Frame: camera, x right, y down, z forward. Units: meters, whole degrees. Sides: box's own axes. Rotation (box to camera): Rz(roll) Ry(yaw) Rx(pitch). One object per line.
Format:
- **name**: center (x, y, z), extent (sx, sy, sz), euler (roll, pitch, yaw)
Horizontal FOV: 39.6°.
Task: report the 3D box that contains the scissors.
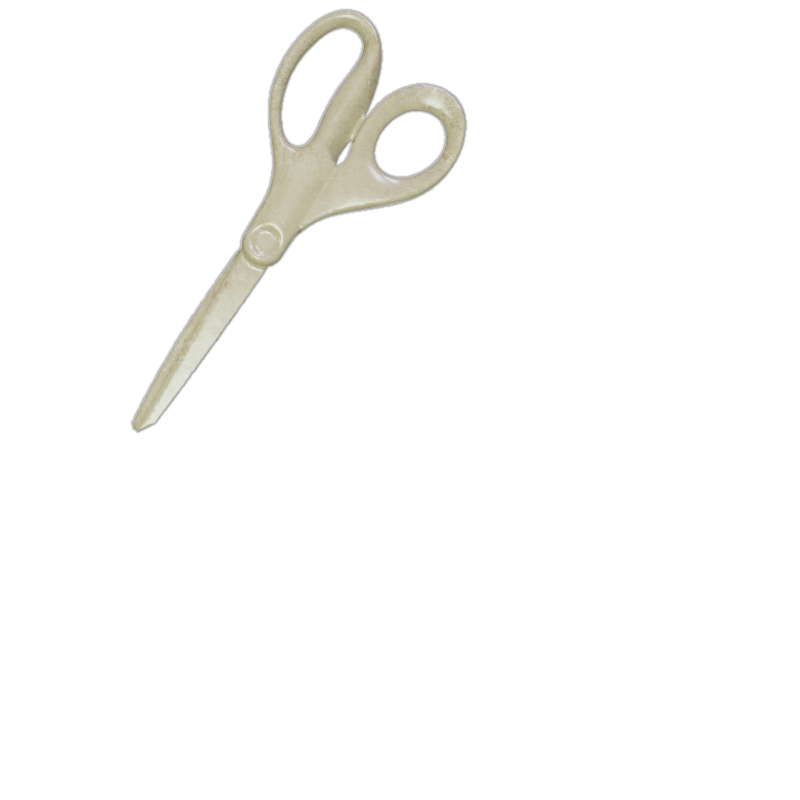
- **scissors**: center (-0.038, -0.068, 0.480), extent (0.096, 0.203, 0.016), euler (18, -5, 1)
